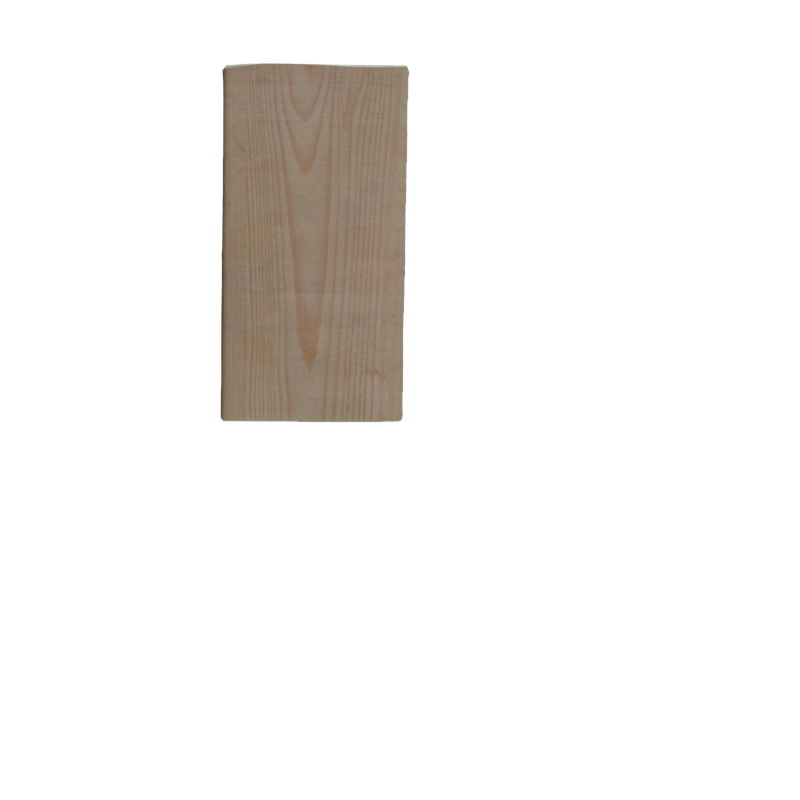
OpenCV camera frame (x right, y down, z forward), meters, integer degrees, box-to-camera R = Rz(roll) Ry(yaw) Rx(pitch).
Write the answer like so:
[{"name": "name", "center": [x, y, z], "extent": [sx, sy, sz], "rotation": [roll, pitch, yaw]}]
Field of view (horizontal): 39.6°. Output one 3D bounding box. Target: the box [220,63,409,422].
[{"name": "box", "center": [-0.044, -0.080, 0.558], "extent": [0.093, 0.173, 0.049], "rotation": [0, 7, -3]}]
